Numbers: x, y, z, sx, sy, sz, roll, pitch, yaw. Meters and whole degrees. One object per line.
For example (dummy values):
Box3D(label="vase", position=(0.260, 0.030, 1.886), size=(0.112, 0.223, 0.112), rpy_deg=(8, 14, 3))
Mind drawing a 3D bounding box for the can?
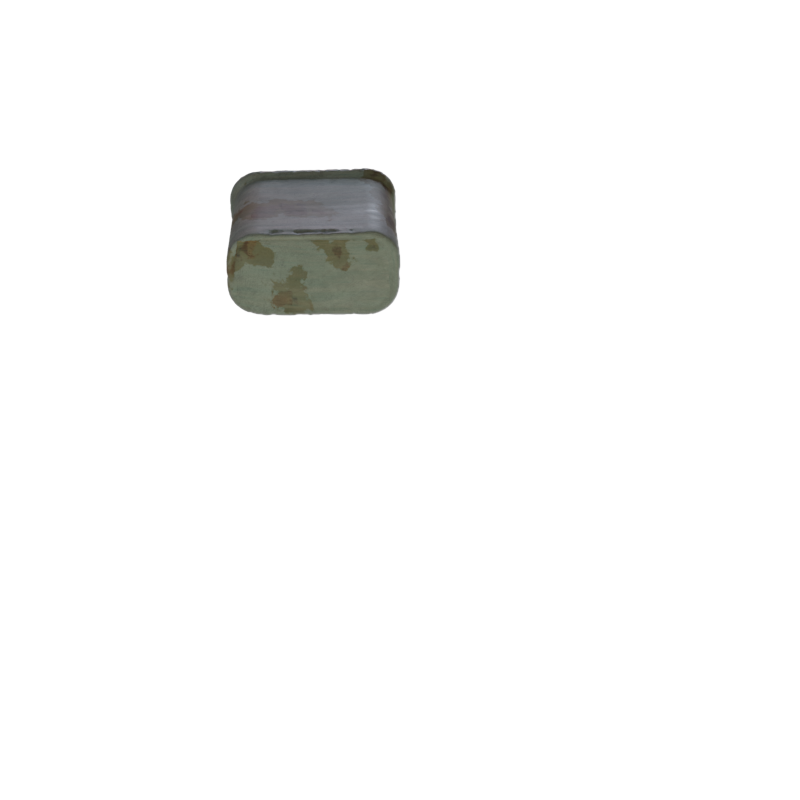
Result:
Box3D(label="can", position=(-0.051, -0.093, 0.649), size=(0.102, 0.054, 0.089), rpy_deg=(-2, 32, -1))
